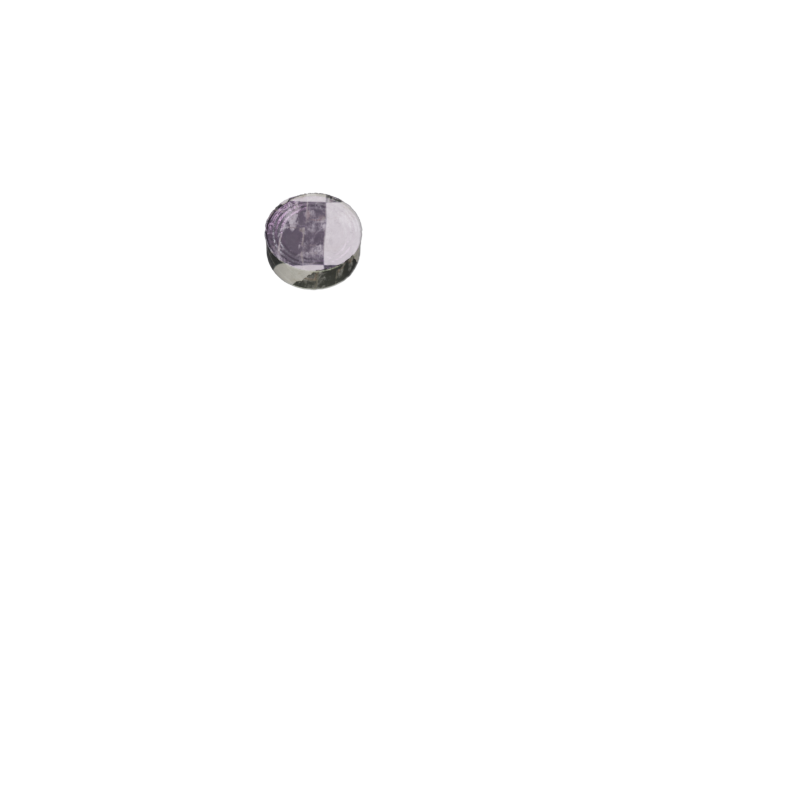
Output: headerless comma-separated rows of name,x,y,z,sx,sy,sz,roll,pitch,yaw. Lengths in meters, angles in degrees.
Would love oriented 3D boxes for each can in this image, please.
can,-0.077,-0.140,0.982,0.086,0.092,0.031,-1,-34,-1
